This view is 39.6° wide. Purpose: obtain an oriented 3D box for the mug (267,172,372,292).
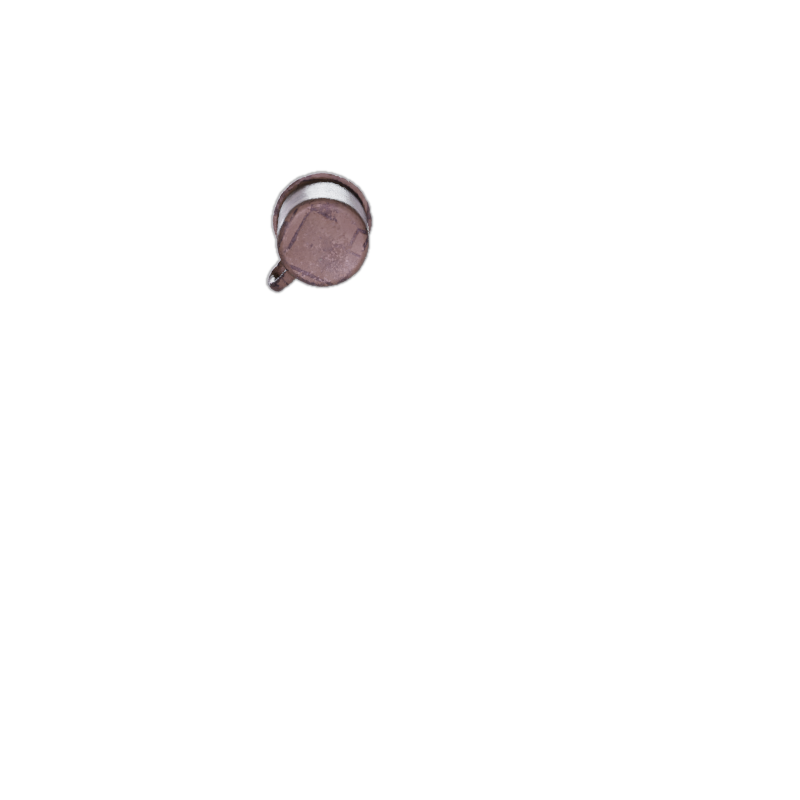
[{"bbox_3d":[-0.078,-0.143,0.998,0.090,0.116,0.085,44,12,-15],"label":"mug"}]
